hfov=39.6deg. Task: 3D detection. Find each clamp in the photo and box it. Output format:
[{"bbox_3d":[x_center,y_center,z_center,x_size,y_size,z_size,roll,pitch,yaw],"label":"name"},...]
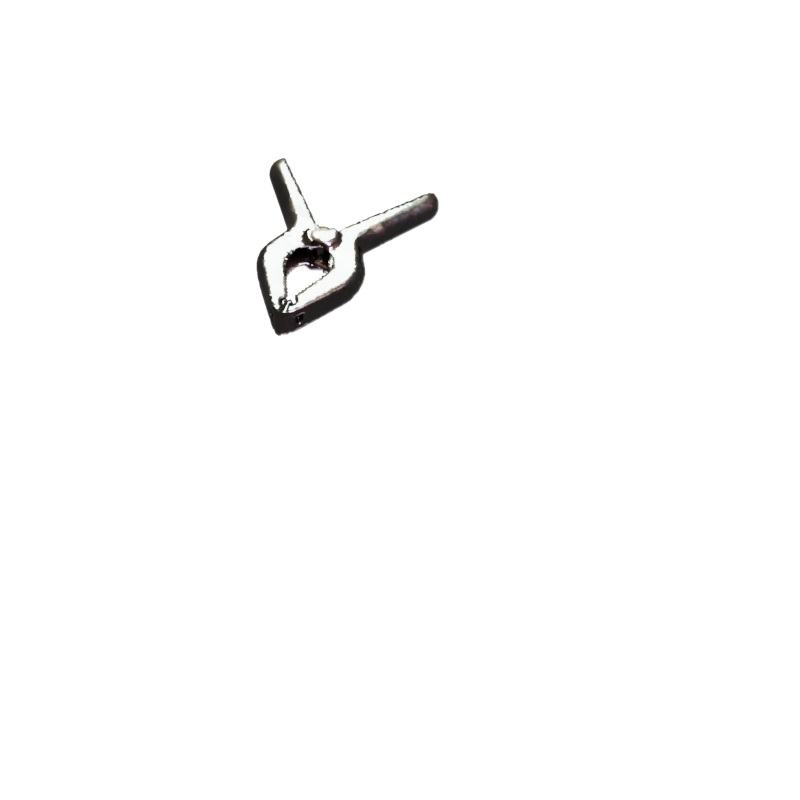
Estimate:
[{"bbox_3d":[-0.077,-0.141,0.987,0.170,0.034,0.218,18,48,17],"label":"clamp"}]
